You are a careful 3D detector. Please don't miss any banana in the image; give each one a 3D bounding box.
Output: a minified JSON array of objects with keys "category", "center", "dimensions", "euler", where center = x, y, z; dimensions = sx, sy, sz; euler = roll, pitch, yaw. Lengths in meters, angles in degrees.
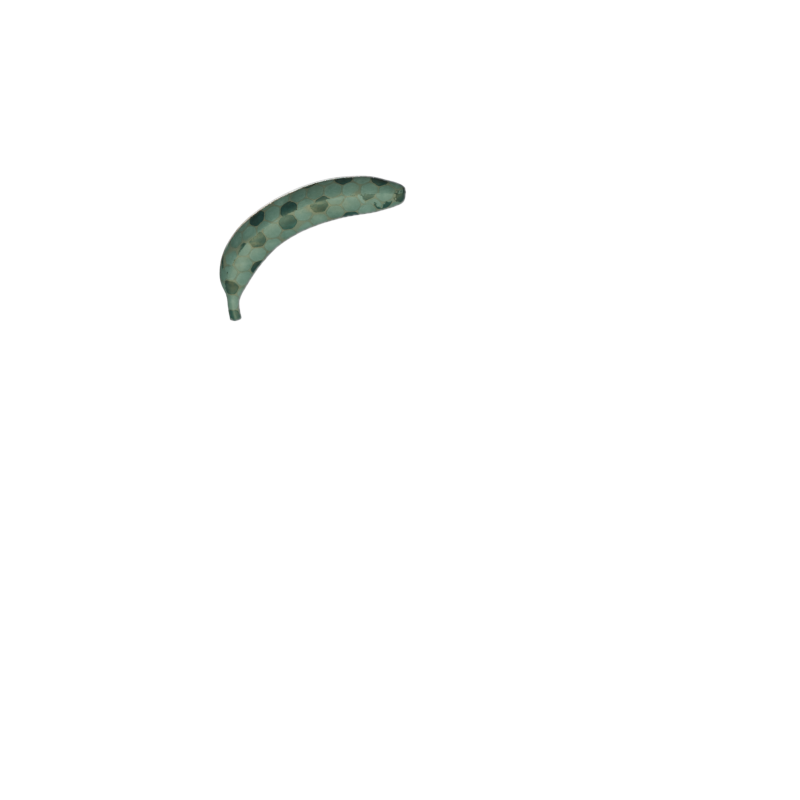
[{"category":"banana","center":[-0.091,-0.152,0.983],"dimensions":[0.197,0.066,0.039],"euler":[-34,21,13]}]
